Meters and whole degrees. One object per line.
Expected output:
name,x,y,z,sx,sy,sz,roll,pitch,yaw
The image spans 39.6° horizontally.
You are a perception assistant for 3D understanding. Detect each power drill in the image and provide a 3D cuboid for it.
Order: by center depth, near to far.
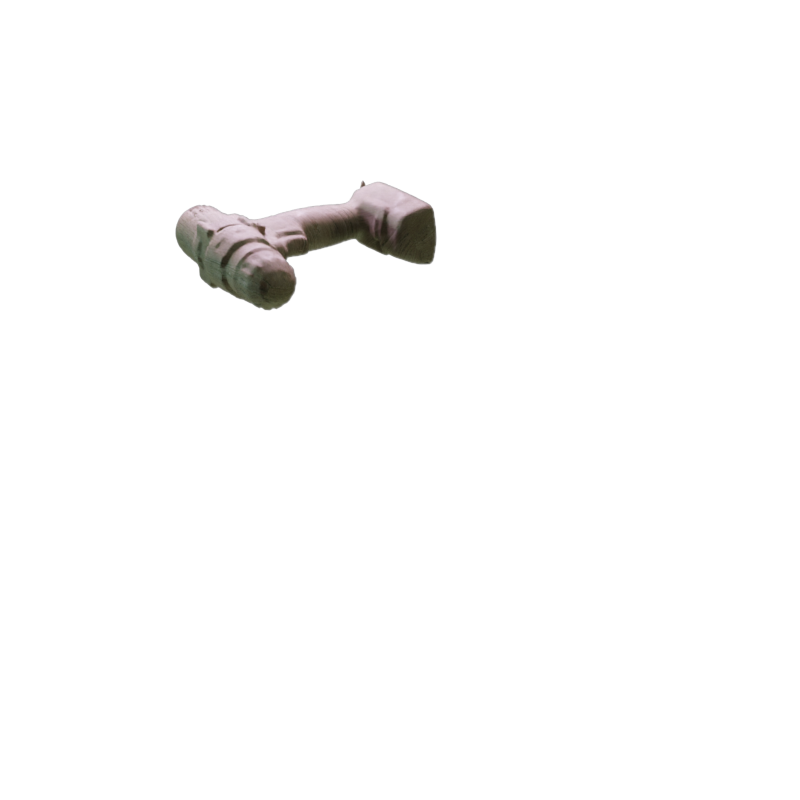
power drill,-0.069,-0.126,0.882,0.184,0.055,0.197,-12,27,-24
